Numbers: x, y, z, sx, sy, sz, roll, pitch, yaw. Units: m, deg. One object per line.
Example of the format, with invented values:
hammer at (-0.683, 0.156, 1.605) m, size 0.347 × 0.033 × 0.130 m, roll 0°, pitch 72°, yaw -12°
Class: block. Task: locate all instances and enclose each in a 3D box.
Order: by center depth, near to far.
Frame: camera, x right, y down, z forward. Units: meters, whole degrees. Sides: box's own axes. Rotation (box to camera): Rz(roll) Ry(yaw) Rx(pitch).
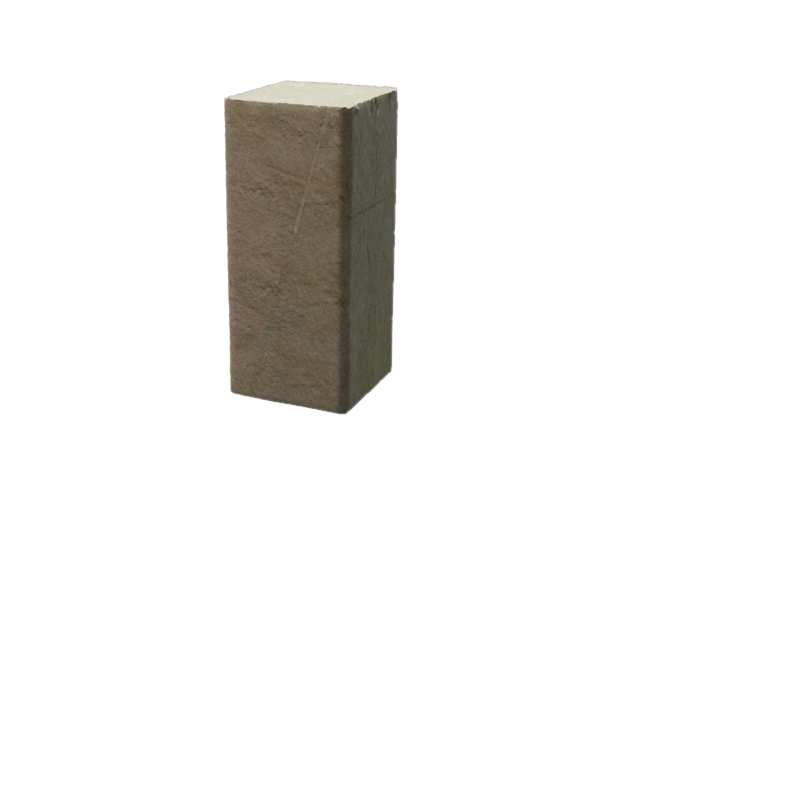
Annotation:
block at (-0.059, -0.108, 0.758) m, size 0.093 × 0.198 × 0.091 m, roll 9°, pitch 19°, yaw 22°
